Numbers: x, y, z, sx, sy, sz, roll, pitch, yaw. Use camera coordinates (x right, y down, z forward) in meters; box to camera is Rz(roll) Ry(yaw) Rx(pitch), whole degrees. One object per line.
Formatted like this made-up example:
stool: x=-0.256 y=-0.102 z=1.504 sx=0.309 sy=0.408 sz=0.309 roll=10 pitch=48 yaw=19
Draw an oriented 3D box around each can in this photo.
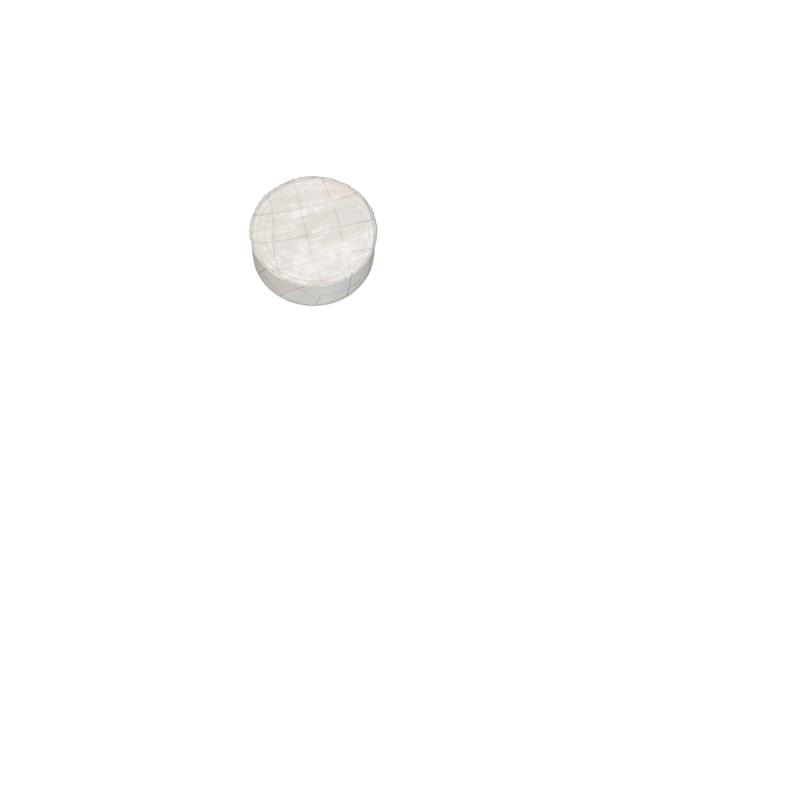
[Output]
can: x=-0.059 y=-0.108 z=0.756 sx=0.086 sy=0.091 sz=0.032 roll=-1 pitch=-27 yaw=-1
